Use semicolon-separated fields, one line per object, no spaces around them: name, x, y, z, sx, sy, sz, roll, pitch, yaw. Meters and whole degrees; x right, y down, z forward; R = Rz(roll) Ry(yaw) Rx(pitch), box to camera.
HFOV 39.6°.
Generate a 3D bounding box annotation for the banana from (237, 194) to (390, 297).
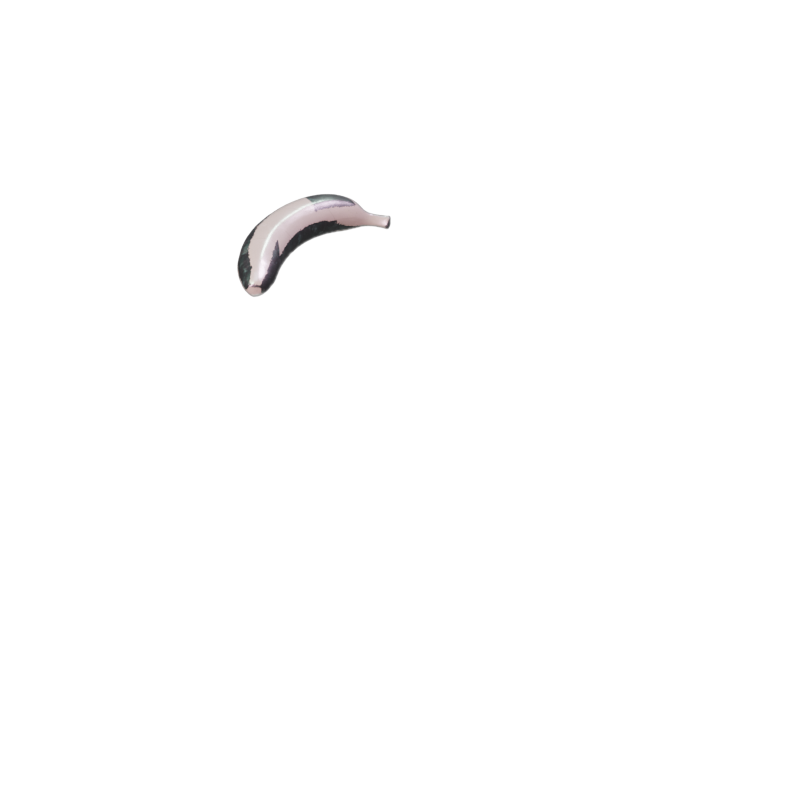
banana;-0.086;-0.140;0.942;0.073;0.035;0.199;17;34;28
